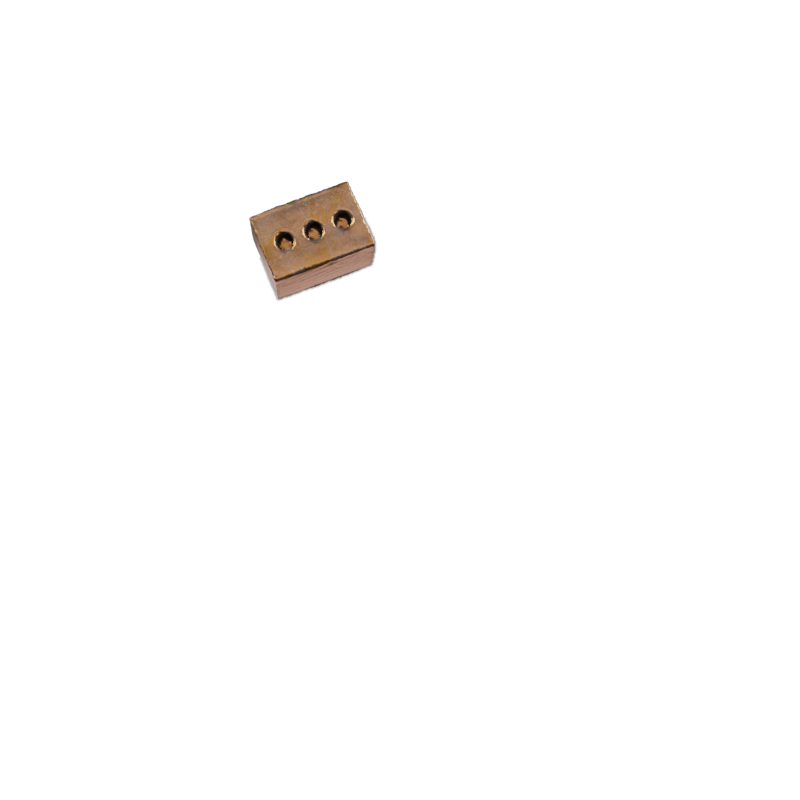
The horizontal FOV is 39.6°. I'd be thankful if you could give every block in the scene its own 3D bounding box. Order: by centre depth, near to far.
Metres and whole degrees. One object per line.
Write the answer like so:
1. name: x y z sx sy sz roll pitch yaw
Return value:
1. block: -0.062 -0.114 0.797 0.078 0.055 0.049 -22 -14 -8
